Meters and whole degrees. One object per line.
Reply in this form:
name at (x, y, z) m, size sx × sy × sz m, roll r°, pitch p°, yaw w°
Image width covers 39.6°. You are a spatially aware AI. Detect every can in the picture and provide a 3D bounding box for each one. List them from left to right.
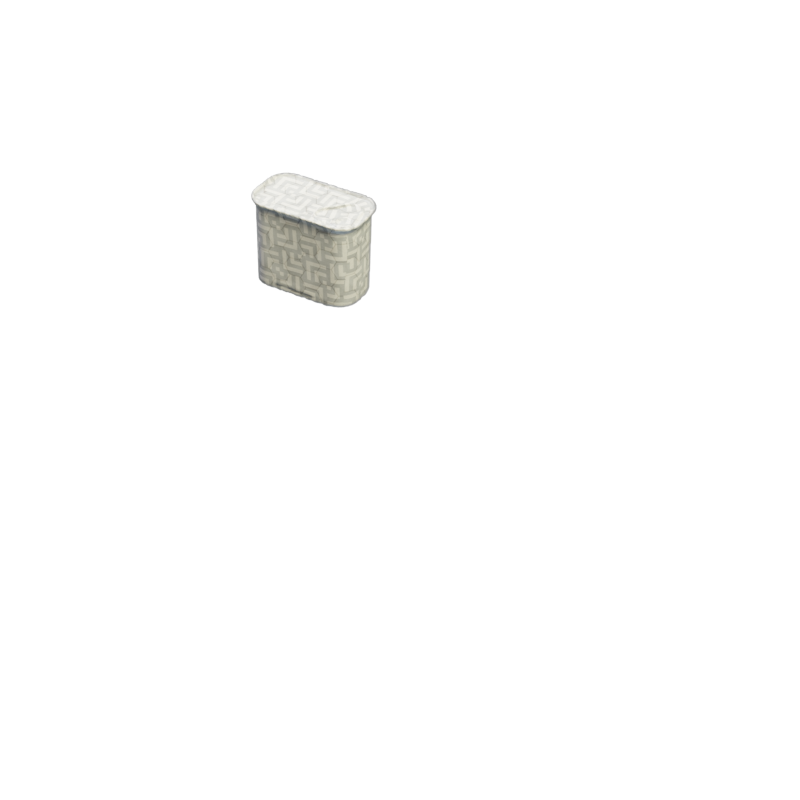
can at (-0.073, -0.132, 0.928) m, size 0.107 × 0.078 × 0.059 m, roll 21°, pitch 41°, yaw 23°
